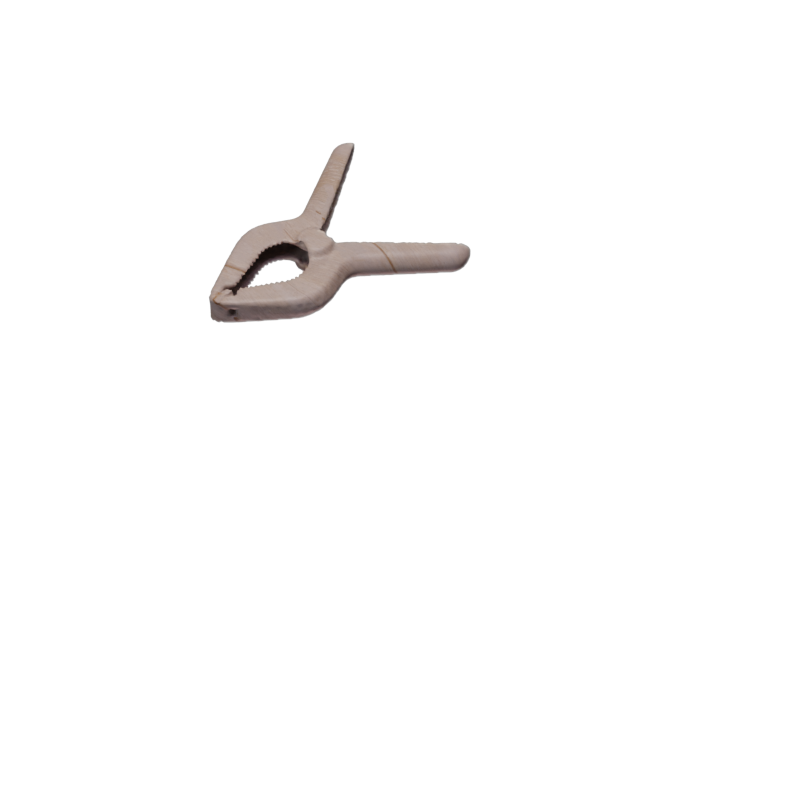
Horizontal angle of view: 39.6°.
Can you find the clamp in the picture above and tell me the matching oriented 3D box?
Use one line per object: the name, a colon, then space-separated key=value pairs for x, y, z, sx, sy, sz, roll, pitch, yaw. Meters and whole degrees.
clamp: x=-0.072 y=-0.130 z=0.913 sx=0.209 sy=0.177 sz=0.034 roll=-26 pitch=-34 yaw=-19
